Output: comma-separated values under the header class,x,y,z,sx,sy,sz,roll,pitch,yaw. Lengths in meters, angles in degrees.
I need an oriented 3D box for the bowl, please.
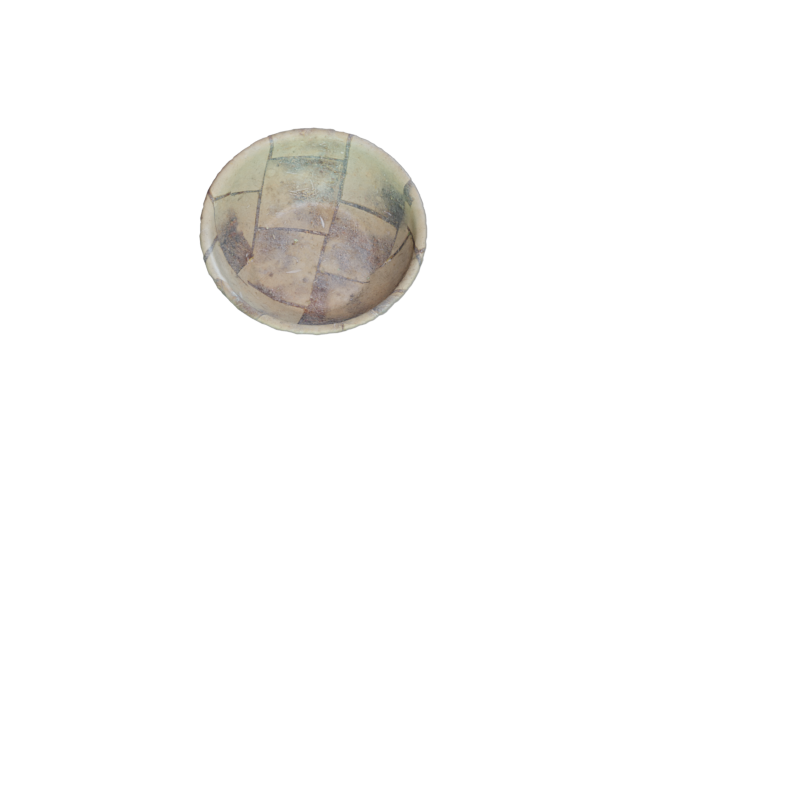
class,x,y,z,sx,sy,sz,roll,pitch,yaw
bowl,-0.063,-0.115,0.805,0.162,0.171,0.052,-1,-23,-1
